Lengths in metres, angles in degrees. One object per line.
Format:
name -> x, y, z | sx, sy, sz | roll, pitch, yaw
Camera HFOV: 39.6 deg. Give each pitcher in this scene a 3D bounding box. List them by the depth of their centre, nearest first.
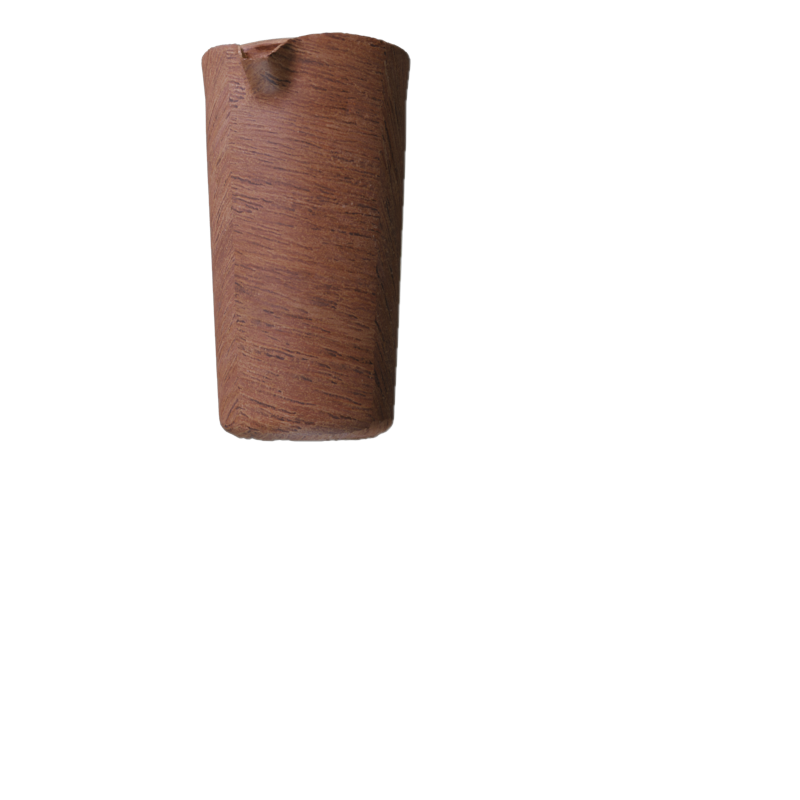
pitcher -> -0.055, -0.101, 0.704 | 0.144, 0.246, 0.148 | 2, -4, -28
